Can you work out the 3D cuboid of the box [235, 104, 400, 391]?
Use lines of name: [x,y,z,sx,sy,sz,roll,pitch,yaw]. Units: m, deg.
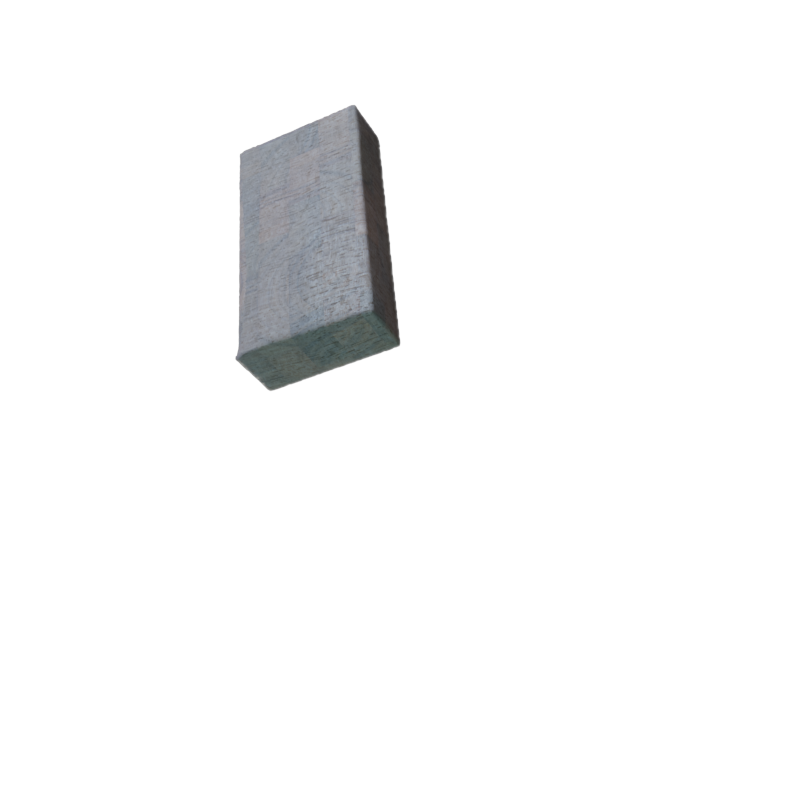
box: [-0.055,-0.100,0.703,0.094,0.189,0.044,-19,-42,19]
